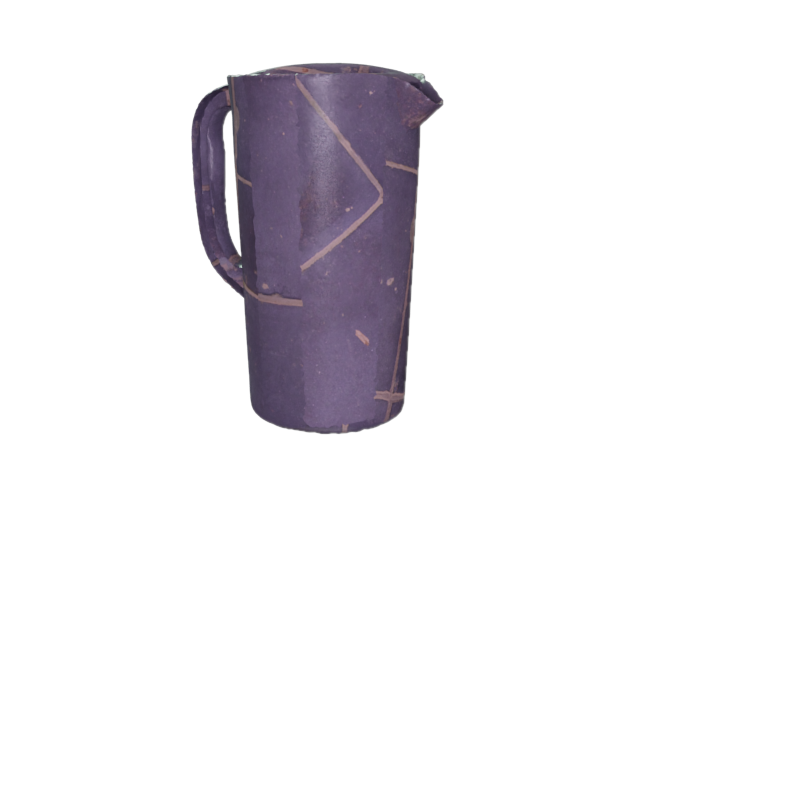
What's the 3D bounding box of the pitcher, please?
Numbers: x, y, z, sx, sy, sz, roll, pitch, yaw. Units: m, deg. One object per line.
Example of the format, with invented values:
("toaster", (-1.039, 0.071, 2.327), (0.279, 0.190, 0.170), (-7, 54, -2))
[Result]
("pitcher", (-0.060, -0.109, 0.764), (0.142, 0.238, 0.156), (-3, 11, -19))
